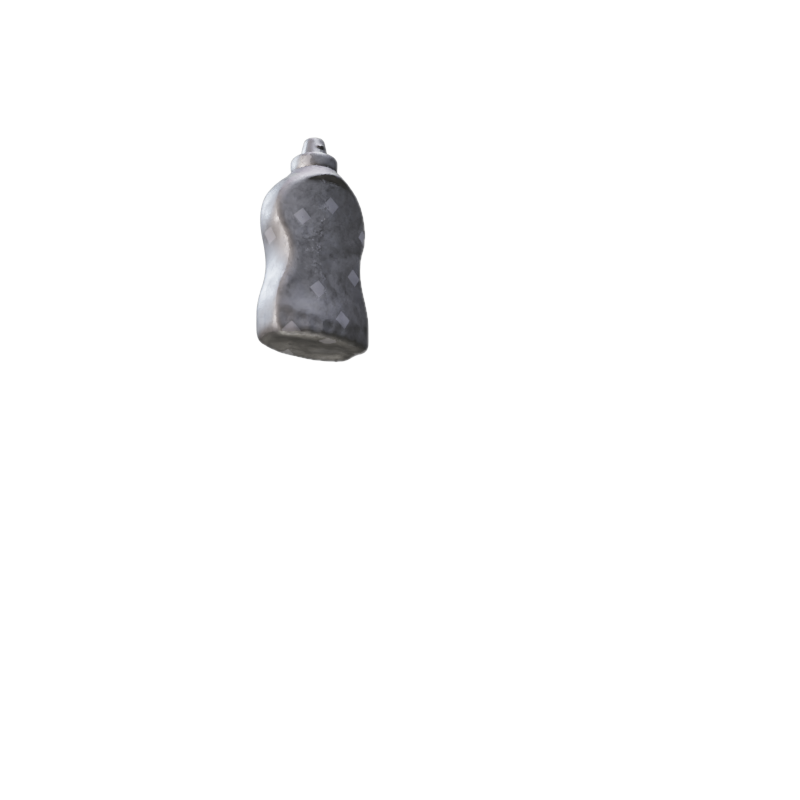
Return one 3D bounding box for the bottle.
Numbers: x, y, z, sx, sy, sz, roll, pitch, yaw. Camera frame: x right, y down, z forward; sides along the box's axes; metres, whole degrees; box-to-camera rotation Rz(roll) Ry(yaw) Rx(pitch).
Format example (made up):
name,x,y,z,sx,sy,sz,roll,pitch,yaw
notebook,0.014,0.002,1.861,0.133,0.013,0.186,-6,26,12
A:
name,x,y,z,sx,sy,sz,roll,pitch,yaw
bottle,-0.073,-0.134,0.935,0.091,0.202,0.058,14,-27,-33
